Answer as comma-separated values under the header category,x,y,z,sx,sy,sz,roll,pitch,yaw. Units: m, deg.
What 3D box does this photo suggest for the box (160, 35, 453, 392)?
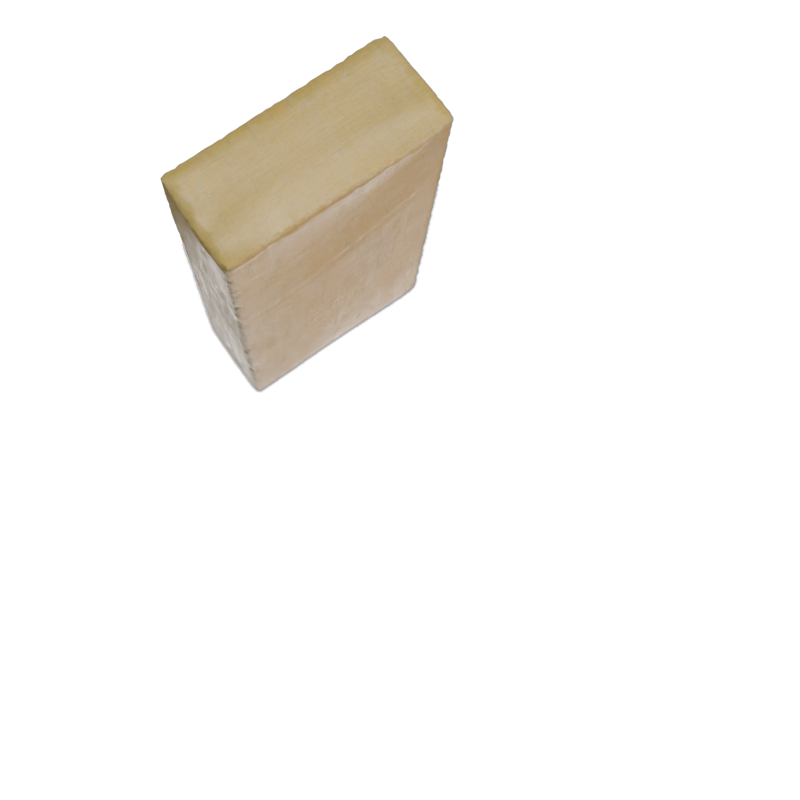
category,x,y,z,sx,sy,sz,roll,pitch,yaw
box,-0.034,-0.062,0.435,0.093,0.049,0.171,-35,-6,-10
